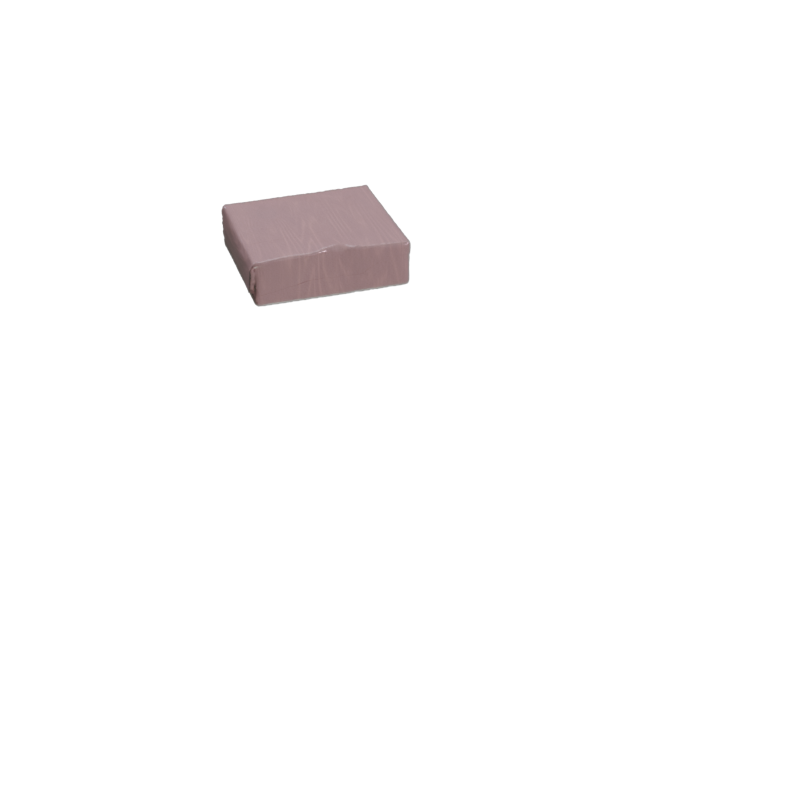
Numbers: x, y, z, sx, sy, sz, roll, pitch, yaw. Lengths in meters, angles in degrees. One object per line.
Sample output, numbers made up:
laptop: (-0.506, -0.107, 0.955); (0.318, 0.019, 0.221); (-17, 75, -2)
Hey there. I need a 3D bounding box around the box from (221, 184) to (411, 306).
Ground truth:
box: (-0.048, -0.087, 0.612); (0.088, 0.028, 0.079); (-10, 35, -15)
